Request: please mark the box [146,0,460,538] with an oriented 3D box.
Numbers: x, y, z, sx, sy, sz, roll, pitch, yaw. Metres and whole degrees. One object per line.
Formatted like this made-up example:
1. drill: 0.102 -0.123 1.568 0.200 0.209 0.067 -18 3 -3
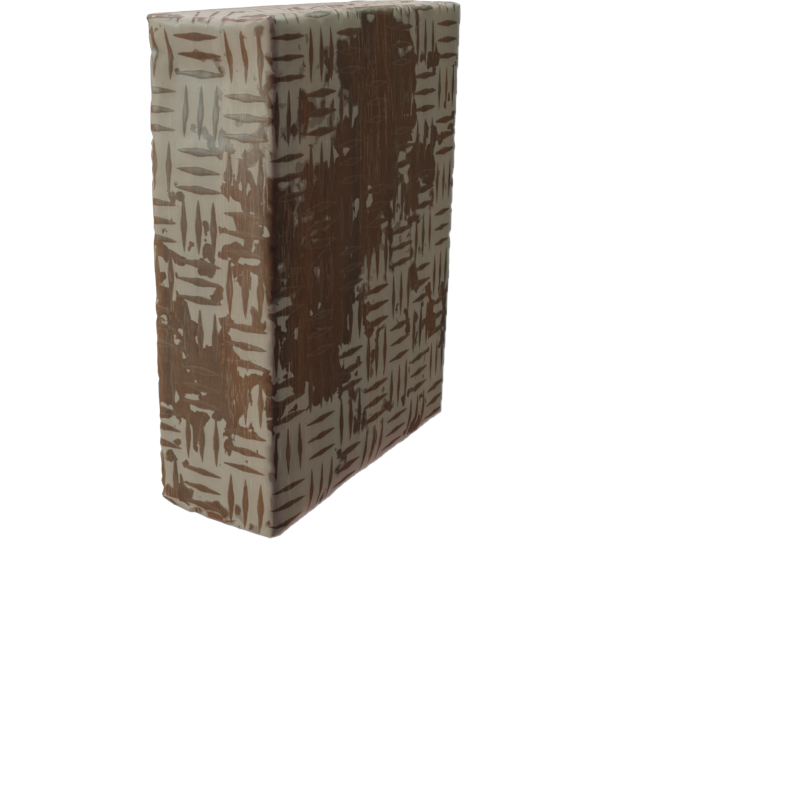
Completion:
1. box: -0.040 -0.073 0.510 0.075 0.206 0.163 9 19 27
